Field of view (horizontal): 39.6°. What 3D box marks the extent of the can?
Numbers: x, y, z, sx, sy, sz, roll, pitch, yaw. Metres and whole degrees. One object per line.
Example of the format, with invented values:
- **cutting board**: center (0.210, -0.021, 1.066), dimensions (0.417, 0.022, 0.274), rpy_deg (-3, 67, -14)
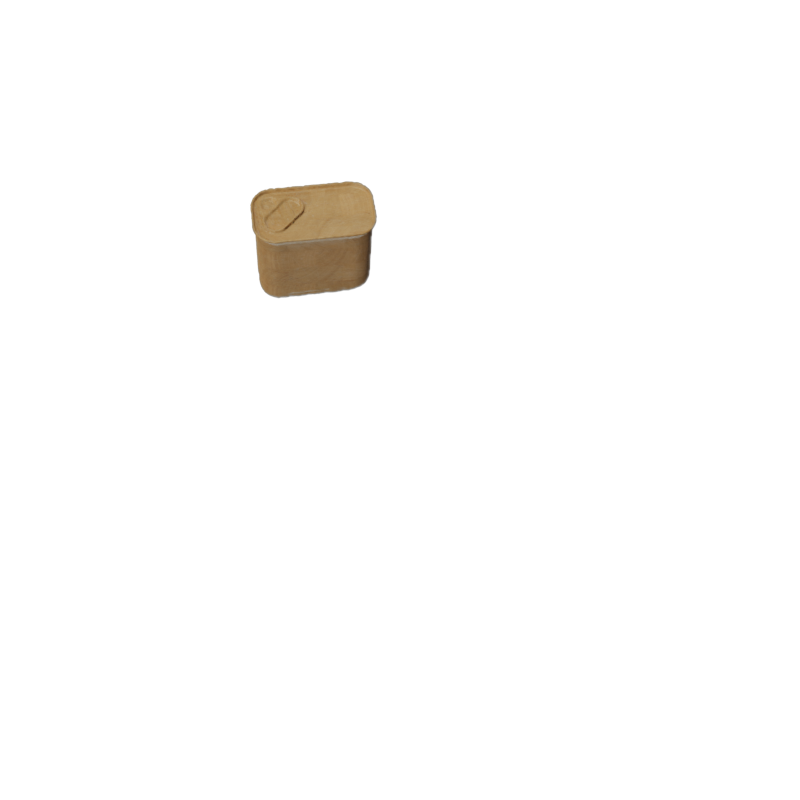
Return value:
- **can**: center (-0.073, -0.134, 0.937), dimensions (0.101, 0.062, 0.078), rpy_deg (-6, -33, -5)
